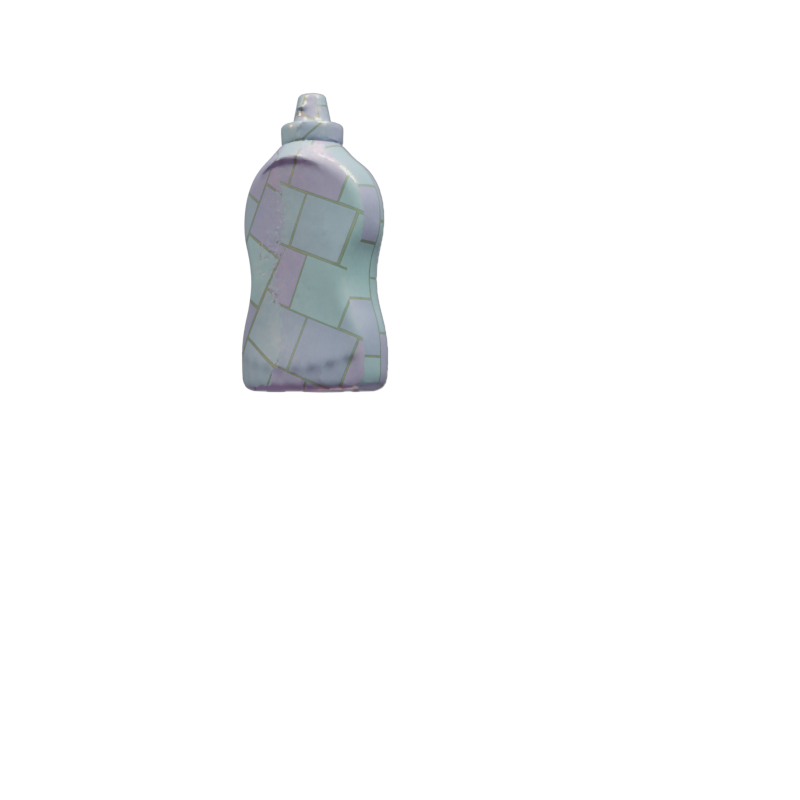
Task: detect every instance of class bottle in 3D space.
[{"bbox_3d":[-0.056,-0.102,0.713,0.099,0.195,0.056,-4,-7,34],"label":"bottle"}]
